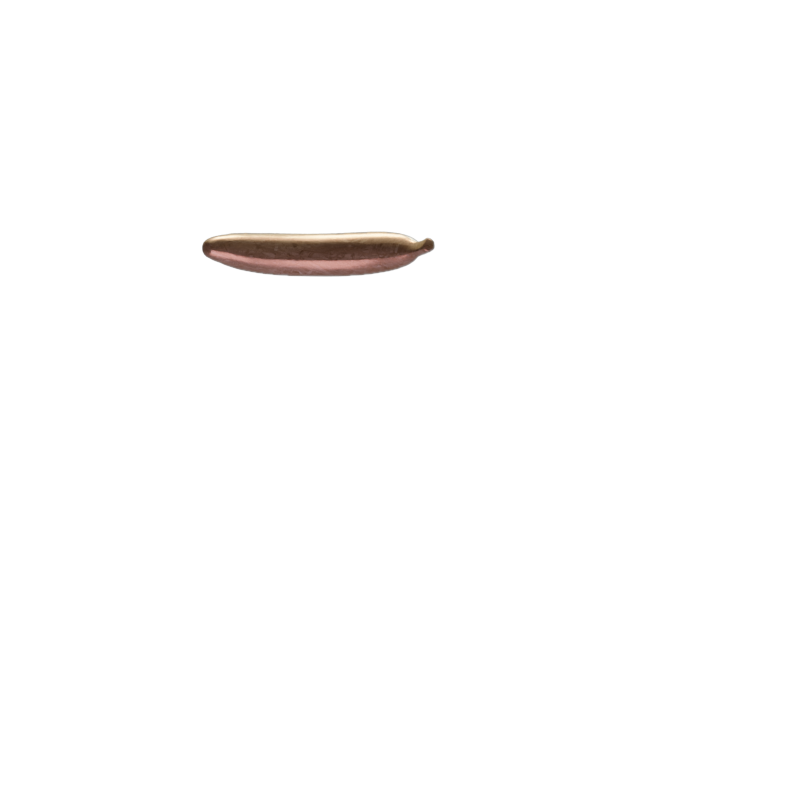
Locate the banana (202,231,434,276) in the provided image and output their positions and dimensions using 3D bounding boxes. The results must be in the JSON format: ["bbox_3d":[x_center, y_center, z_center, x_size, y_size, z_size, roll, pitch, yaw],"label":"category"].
[{"bbox_3d":[-0.070,-0.131,0.964,0.199,0.038,0.066,-2,-16,6],"label":"banana"}]
